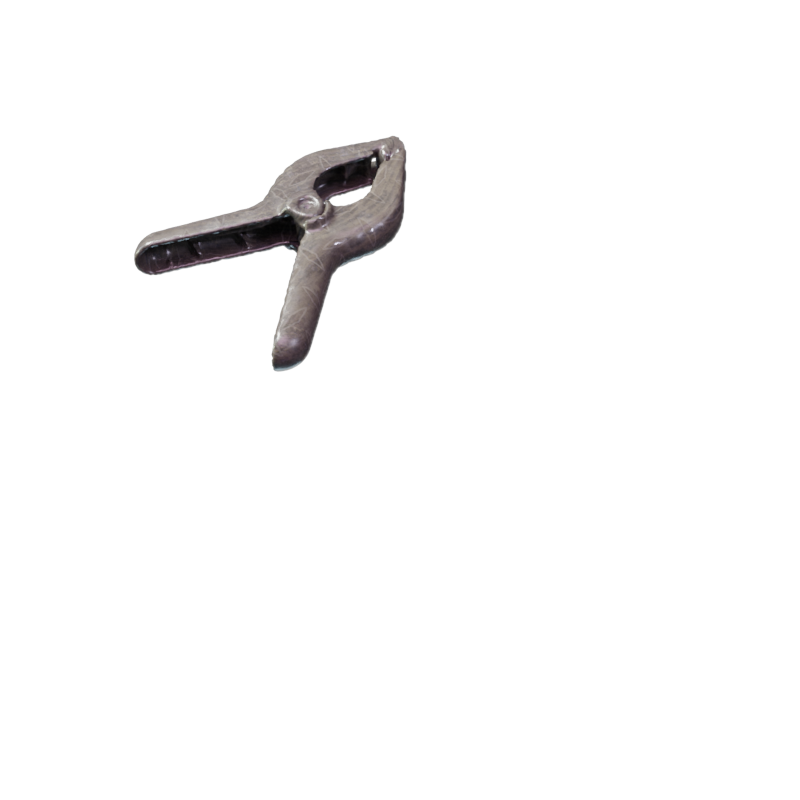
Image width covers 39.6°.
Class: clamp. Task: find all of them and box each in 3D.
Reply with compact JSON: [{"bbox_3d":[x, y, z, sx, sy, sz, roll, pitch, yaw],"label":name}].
[{"bbox_3d":[-0.049,-0.089,0.620,0.172,0.128,0.037,-35,-28,-22],"label":"clamp"}]
